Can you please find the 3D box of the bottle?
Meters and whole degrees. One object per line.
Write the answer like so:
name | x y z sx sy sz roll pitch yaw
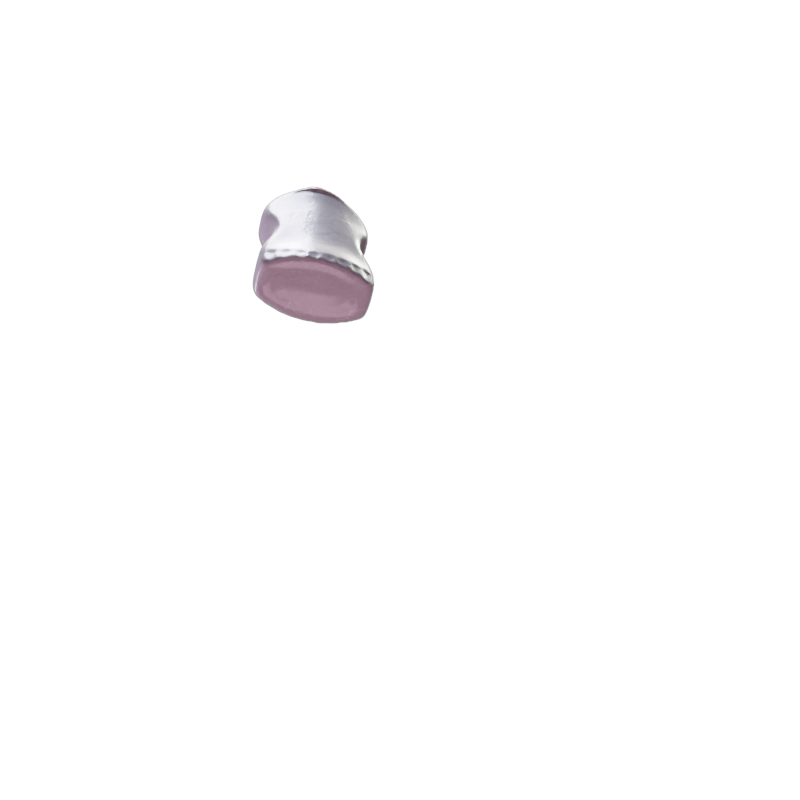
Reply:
bottle | -0.075 -0.138 0.965 0.095 0.056 0.204 9 30 -9
